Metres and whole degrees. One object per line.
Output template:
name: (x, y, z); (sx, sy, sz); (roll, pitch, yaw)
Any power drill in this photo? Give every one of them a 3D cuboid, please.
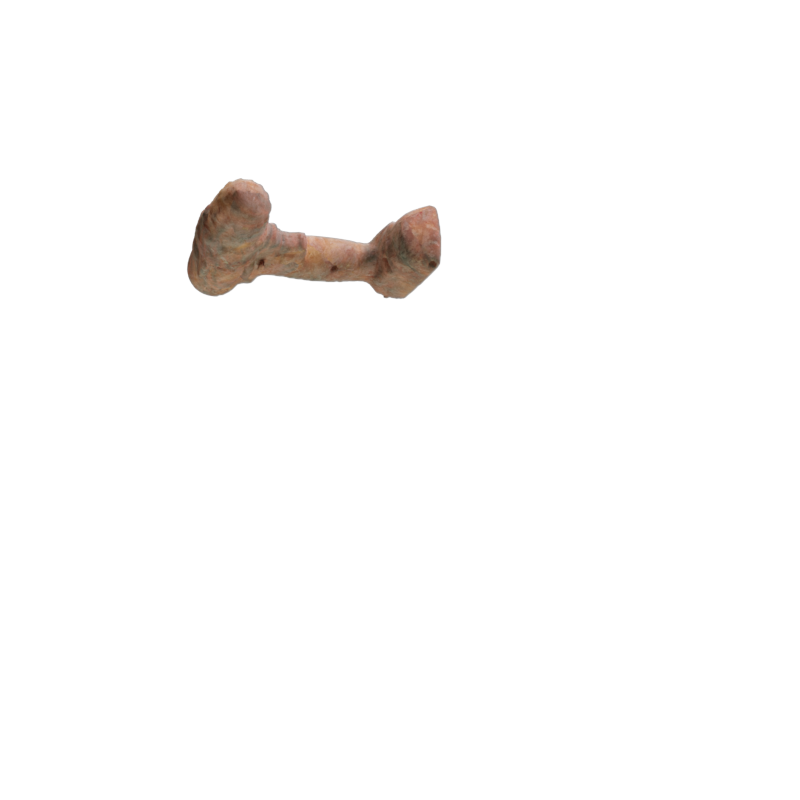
power drill: (-0.068, -0.124, 0.865); (0.184, 0.059, 0.182); (3, -11, -15)
